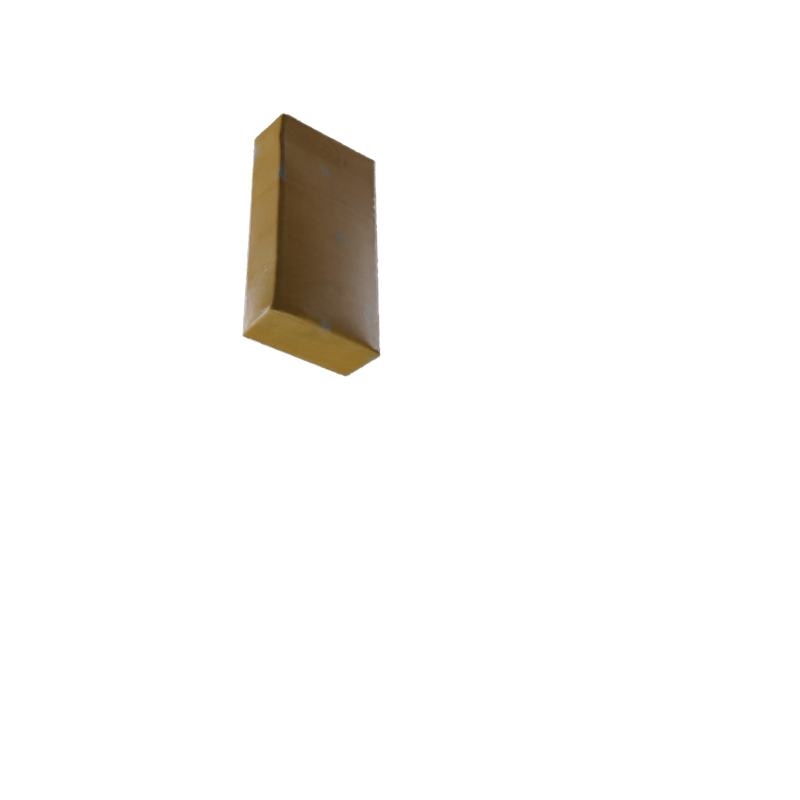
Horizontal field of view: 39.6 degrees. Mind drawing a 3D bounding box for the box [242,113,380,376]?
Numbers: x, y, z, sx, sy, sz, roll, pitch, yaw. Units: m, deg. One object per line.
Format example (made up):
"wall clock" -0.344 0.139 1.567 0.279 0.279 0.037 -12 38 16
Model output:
"box" -0.063 -0.114 0.801 0.088 0.189 0.047 23 -43 -32
